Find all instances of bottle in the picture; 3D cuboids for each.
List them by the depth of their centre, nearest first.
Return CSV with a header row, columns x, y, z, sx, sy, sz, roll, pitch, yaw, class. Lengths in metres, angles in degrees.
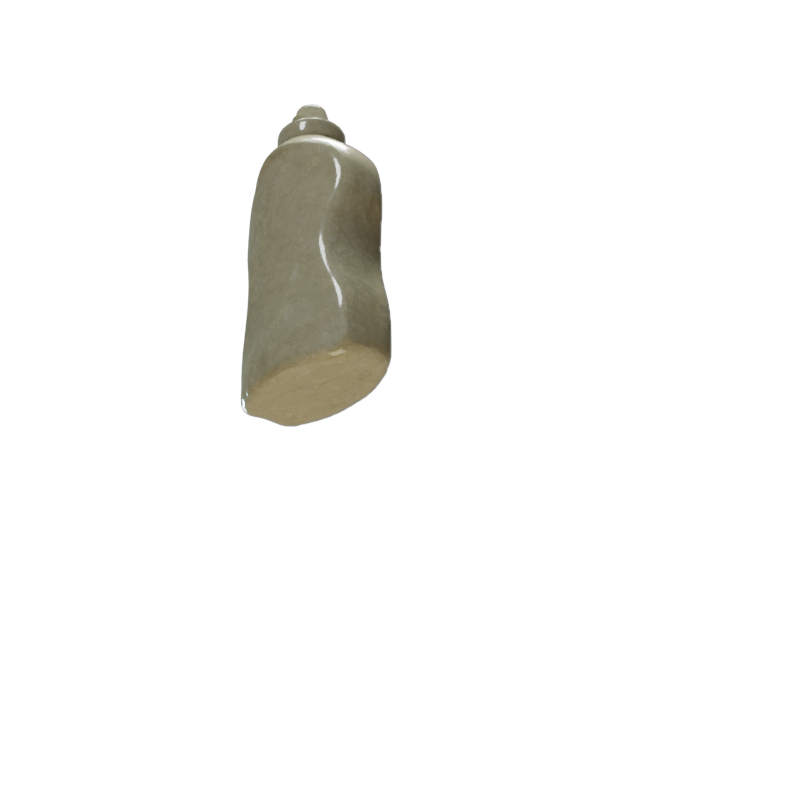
x,y,z,sx,sy,sz,roll,pitch,yaw,class
-0.049,-0.089,0.624,0.055,0.205,0.095,20,-38,-32,bottle
